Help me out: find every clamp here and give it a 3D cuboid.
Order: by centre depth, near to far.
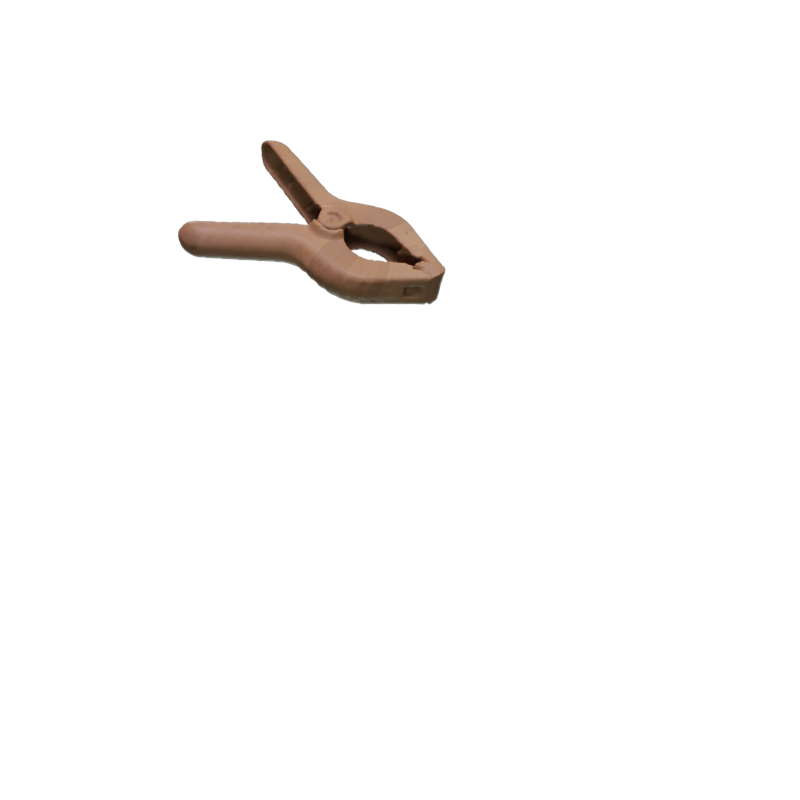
[{"bbox_3d":[-0.057,-0.104,0.732,0.180,0.036,0.122,30,57,22],"label":"clamp"}]
